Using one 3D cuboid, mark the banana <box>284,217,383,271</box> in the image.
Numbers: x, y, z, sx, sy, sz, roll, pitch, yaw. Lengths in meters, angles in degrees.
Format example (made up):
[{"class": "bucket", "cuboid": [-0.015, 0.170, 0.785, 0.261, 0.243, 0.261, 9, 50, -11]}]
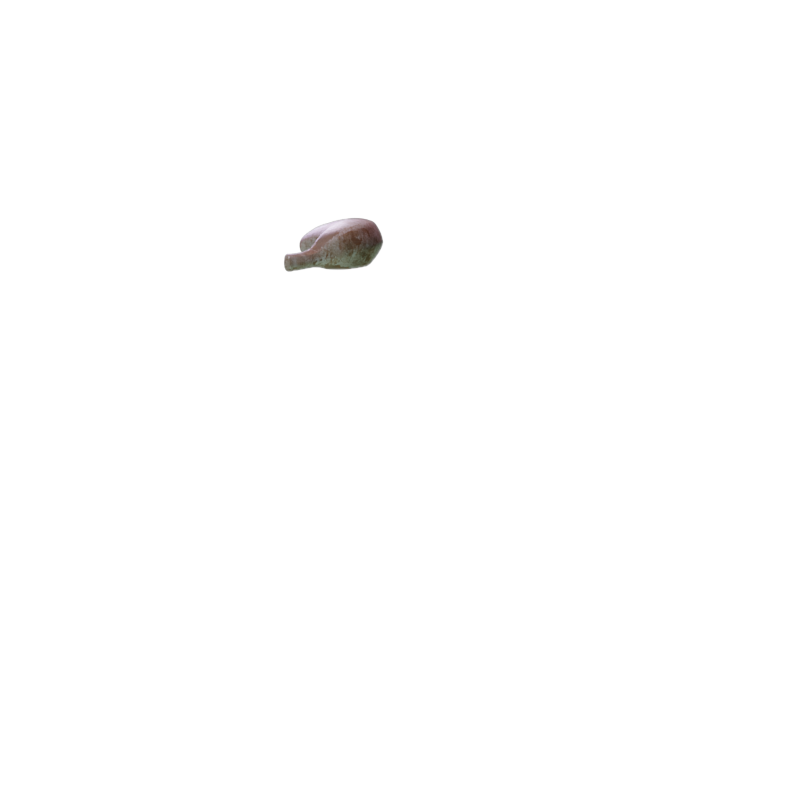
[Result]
[{"class": "banana", "cuboid": [-0.048, -0.121, 0.849, 0.070, 0.036, 0.200, 0, 9, -1]}]
